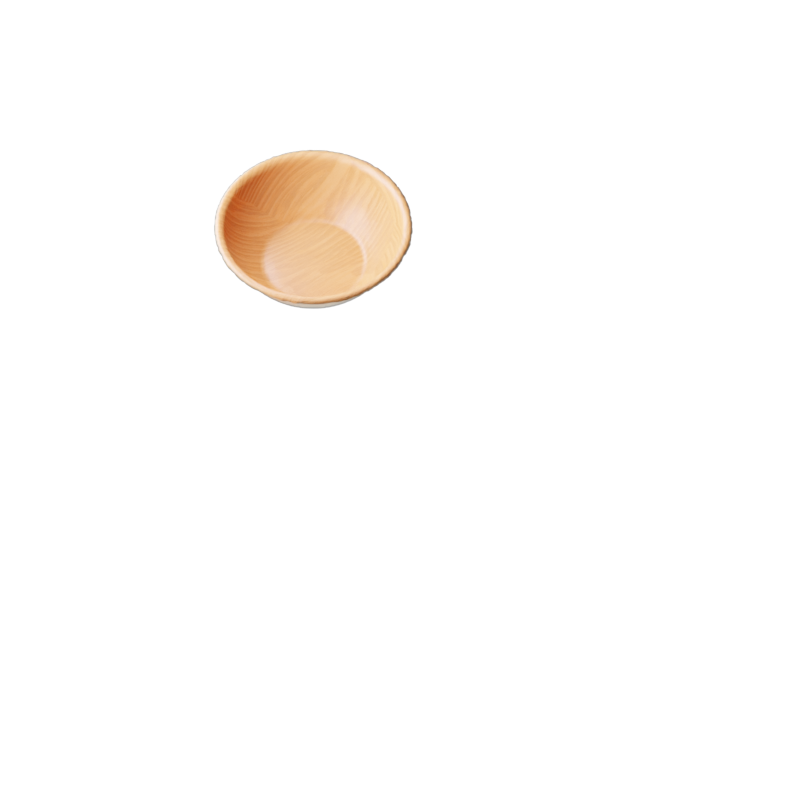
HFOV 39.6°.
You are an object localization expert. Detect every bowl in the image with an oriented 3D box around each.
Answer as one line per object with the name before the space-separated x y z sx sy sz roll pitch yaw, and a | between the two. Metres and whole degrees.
bowl | -0.072 -0.132 0.921 0.162 0.174 0.051 -1 -35 -1
